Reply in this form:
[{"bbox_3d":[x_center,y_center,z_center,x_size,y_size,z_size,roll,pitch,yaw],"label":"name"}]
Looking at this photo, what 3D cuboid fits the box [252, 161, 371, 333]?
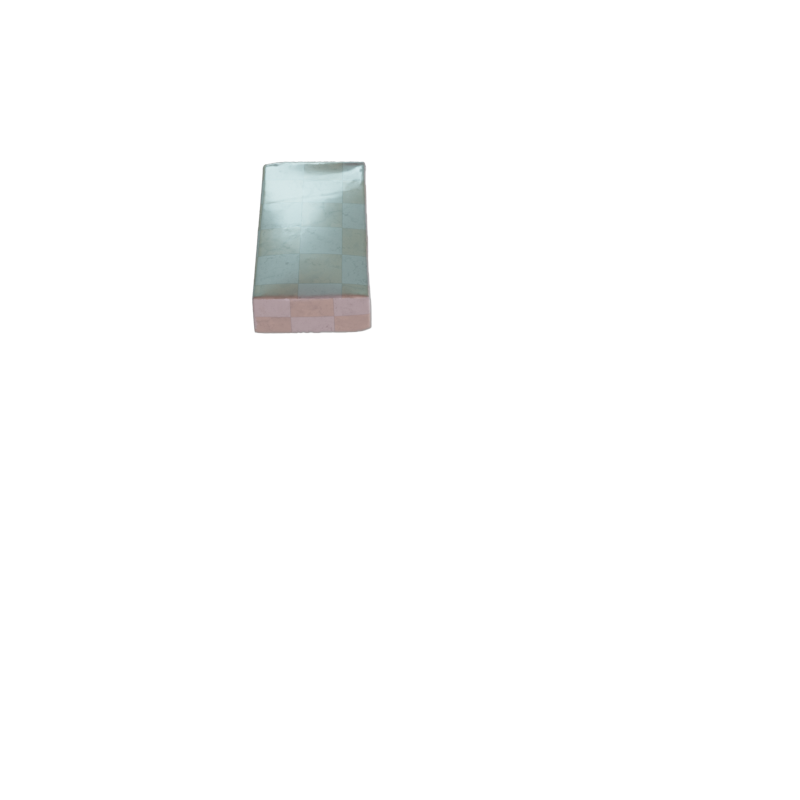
[{"bbox_3d":[-0.072,-0.132,0.920,0.093,0.189,0.045,-2,-43,-1],"label":"box"}]
